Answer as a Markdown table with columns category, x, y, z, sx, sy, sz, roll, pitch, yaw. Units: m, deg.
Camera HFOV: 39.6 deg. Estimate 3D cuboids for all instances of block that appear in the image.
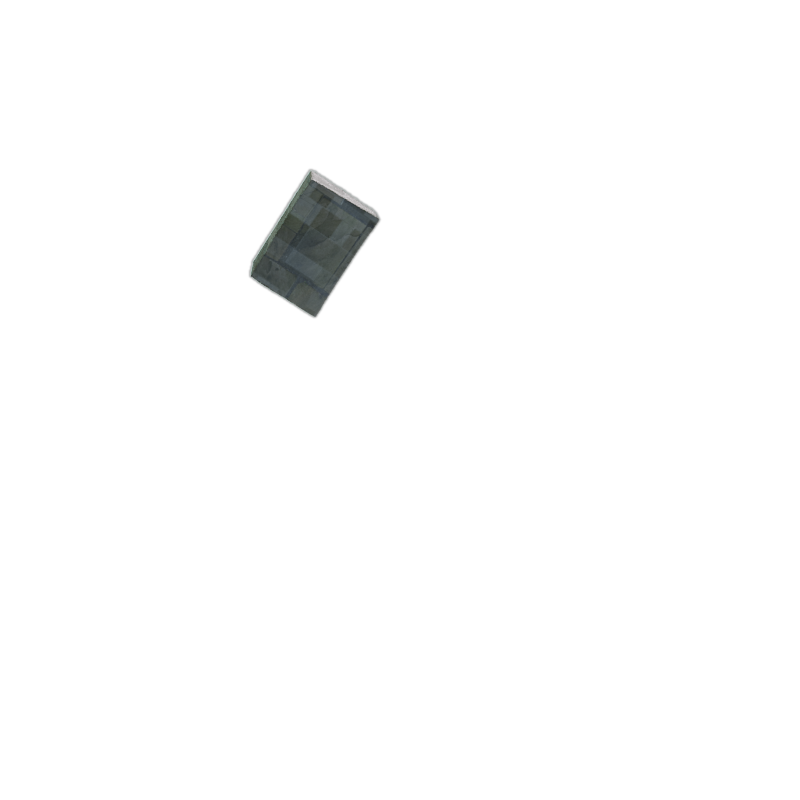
| category | x | y | z | sx | sy | sz | roll | pitch | yaw |
| --- | --- | --- | --- | --- | --- | --- | --- | --- | --- |
| block | -0.057 | -0.104 | 0.728 | 0.052 | 0.077 | 0.053 | 33 | 11 | -10 |
